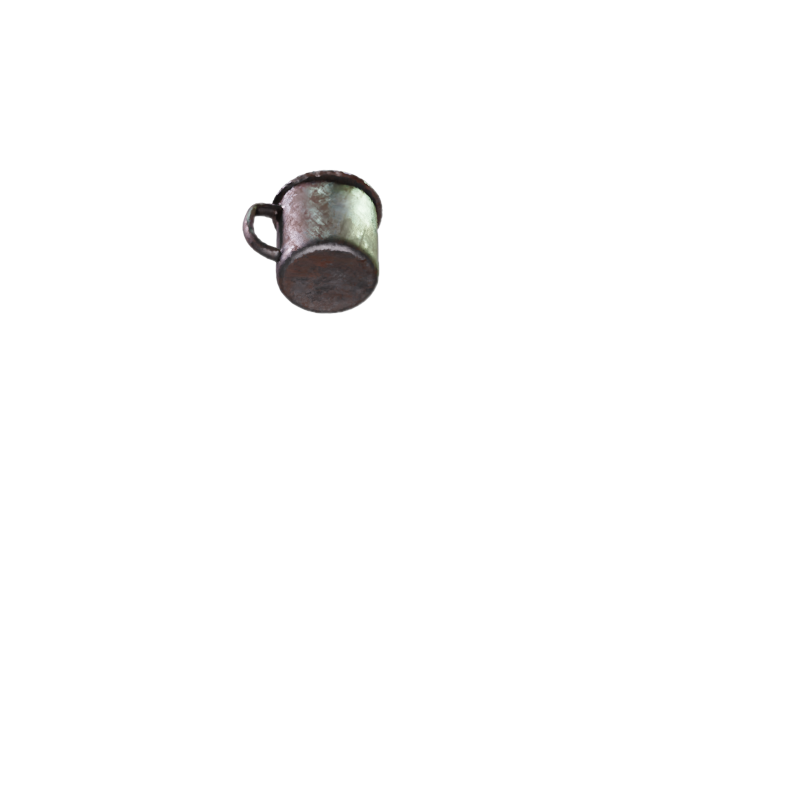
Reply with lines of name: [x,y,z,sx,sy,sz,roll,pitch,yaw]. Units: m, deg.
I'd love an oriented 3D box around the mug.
mug: [-0.070,-0.127,0.890,0.114,0.087,0.089,15,-46,-17]
